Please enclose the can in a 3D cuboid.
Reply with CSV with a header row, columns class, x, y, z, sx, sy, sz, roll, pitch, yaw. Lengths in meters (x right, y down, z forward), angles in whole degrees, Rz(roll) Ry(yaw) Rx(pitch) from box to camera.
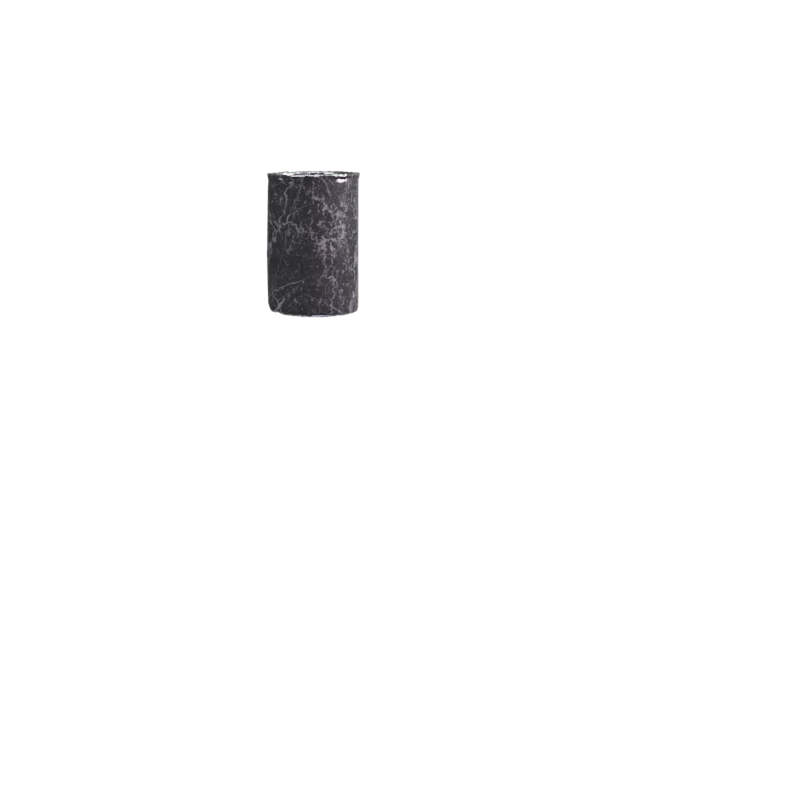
class,x,y,z,sx,sy,sz,roll,pitch,yaw
can,-0.064,-0.116,0.815,0.068,0.101,0.070,0,8,-2
